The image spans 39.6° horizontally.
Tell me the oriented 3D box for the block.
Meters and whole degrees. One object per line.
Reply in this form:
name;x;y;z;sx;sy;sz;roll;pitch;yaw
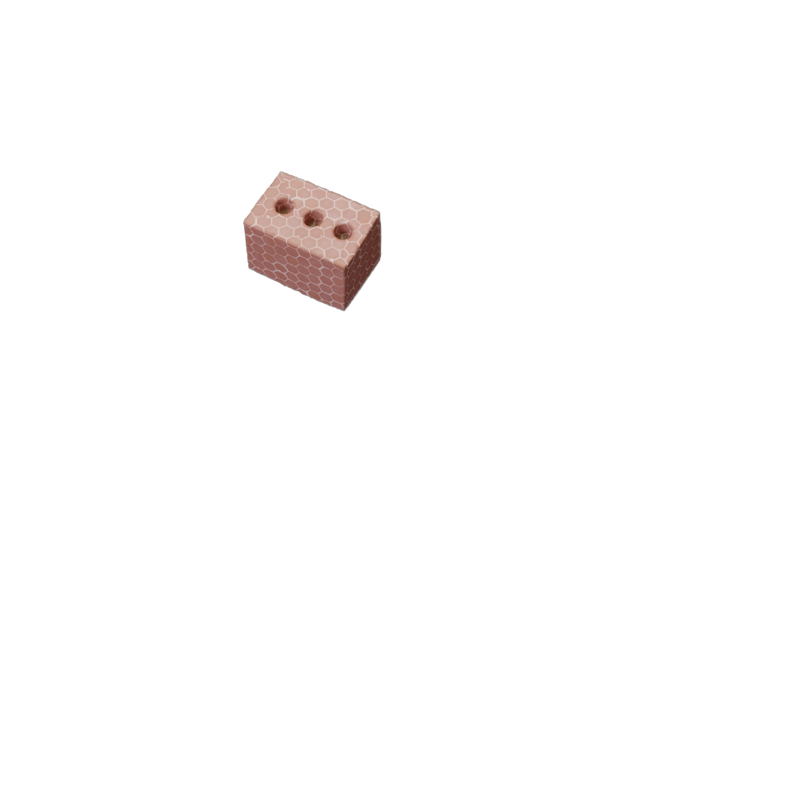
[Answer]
block;-0.058;-0.105;0.736;0.081;0.054;0.048;24;-32;15
